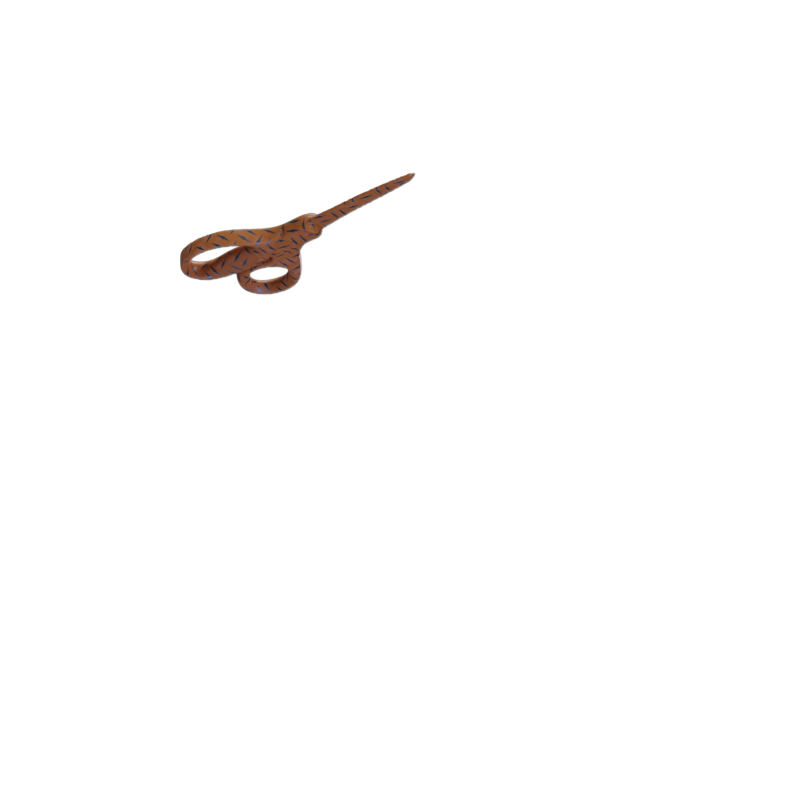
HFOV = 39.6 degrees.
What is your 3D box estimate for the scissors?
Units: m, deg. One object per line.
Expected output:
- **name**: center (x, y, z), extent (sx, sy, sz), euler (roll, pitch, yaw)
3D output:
- **scissors**: center (-0.060, -0.110, 0.767), extent (0.205, 0.017, 0.090), euler (-11, -23, 27)
